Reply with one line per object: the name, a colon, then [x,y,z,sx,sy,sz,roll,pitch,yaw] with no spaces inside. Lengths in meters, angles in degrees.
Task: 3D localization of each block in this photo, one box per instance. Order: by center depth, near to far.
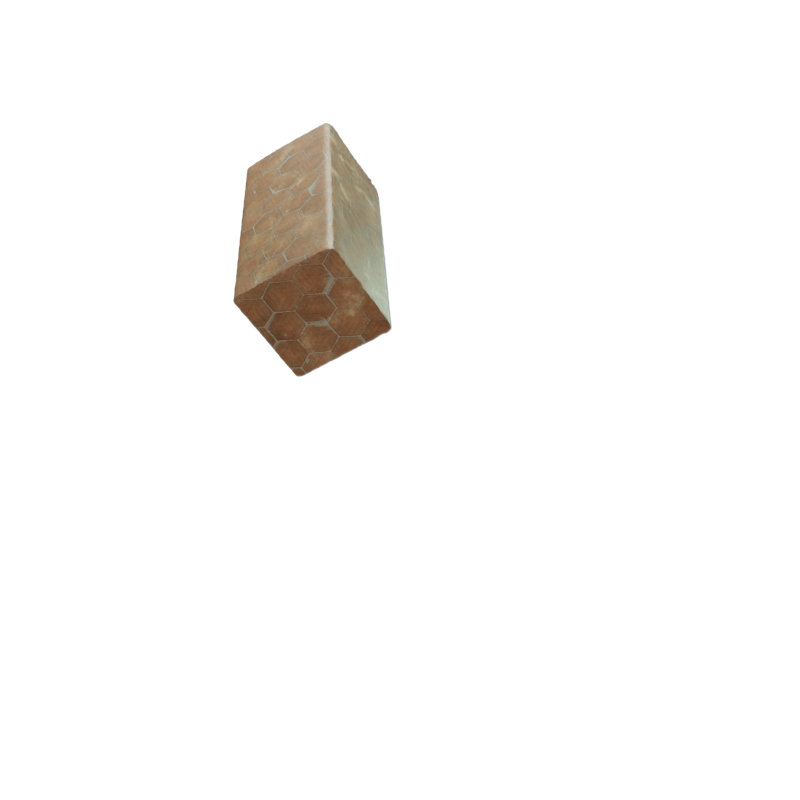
block: [-0.071,-0.131,0.915,0.090,0.085,0.220,-27,34,16]
